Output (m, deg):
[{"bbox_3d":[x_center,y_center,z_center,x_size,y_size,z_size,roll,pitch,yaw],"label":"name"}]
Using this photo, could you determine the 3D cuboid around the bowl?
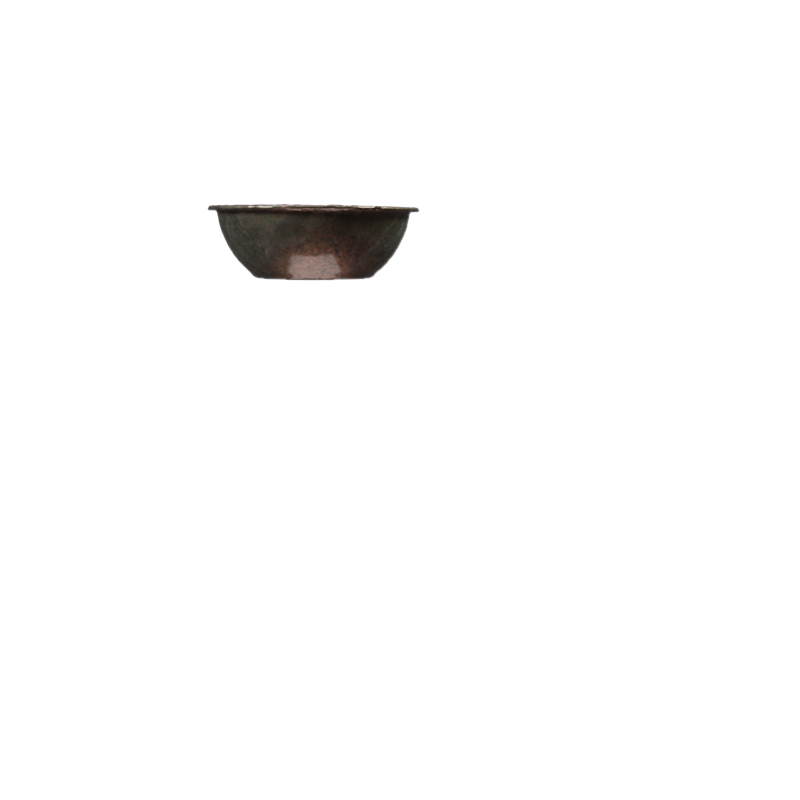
[{"bbox_3d":[-0.066,-0.121,0.847,0.162,0.054,0.164,0,8,-2],"label":"bowl"}]
